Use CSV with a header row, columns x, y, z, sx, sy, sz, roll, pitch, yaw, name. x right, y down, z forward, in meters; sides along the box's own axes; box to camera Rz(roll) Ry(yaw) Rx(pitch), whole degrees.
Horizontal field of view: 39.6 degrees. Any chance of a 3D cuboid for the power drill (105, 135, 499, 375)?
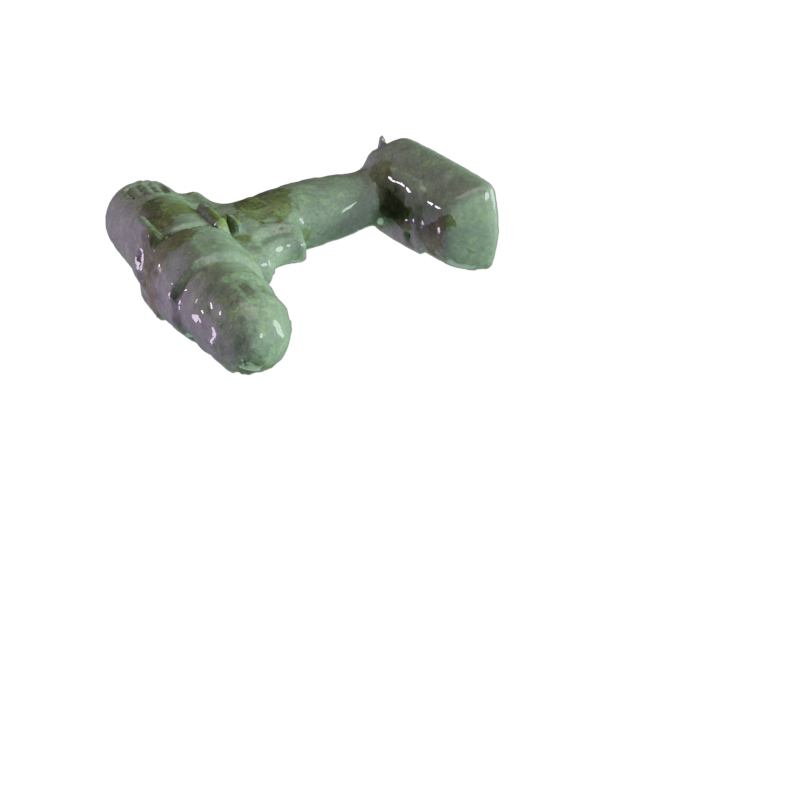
x,y,z,sx,sy,sz,roll,pitch,yaw,name
-0.046,-0.083,0.581,0.184,0.054,0.199,-15,34,-24,power drill
